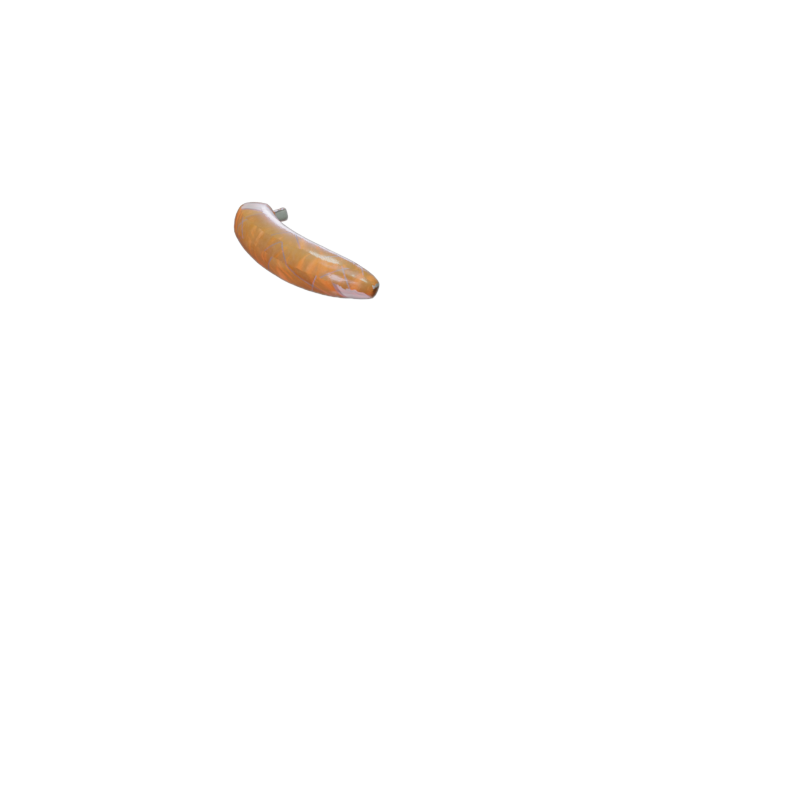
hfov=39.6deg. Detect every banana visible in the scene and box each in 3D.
[{"bbox_3d":[-0.087,-0.124,0.881,0.068,0.035,0.212,-12,31,-22],"label":"banana"}]
